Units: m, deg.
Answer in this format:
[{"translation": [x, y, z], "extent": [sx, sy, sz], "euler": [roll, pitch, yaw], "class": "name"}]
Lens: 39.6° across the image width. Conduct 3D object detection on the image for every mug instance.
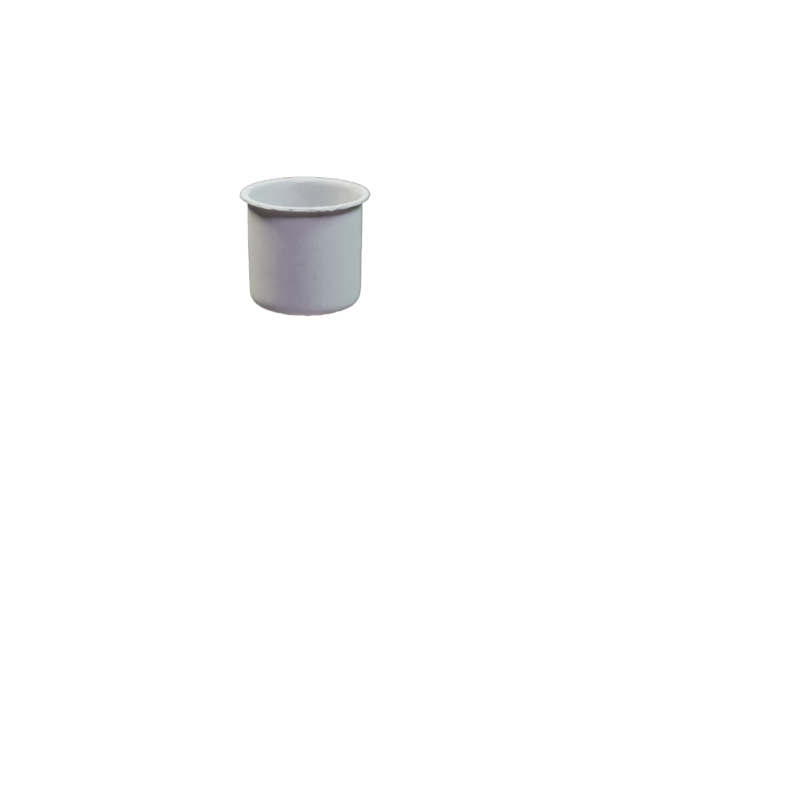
[{"translation": [-0.063, -0.116, 0.809], "extent": [0.097, 0.078, 0.118], "euler": [11, 24, 24], "class": "mug"}]
